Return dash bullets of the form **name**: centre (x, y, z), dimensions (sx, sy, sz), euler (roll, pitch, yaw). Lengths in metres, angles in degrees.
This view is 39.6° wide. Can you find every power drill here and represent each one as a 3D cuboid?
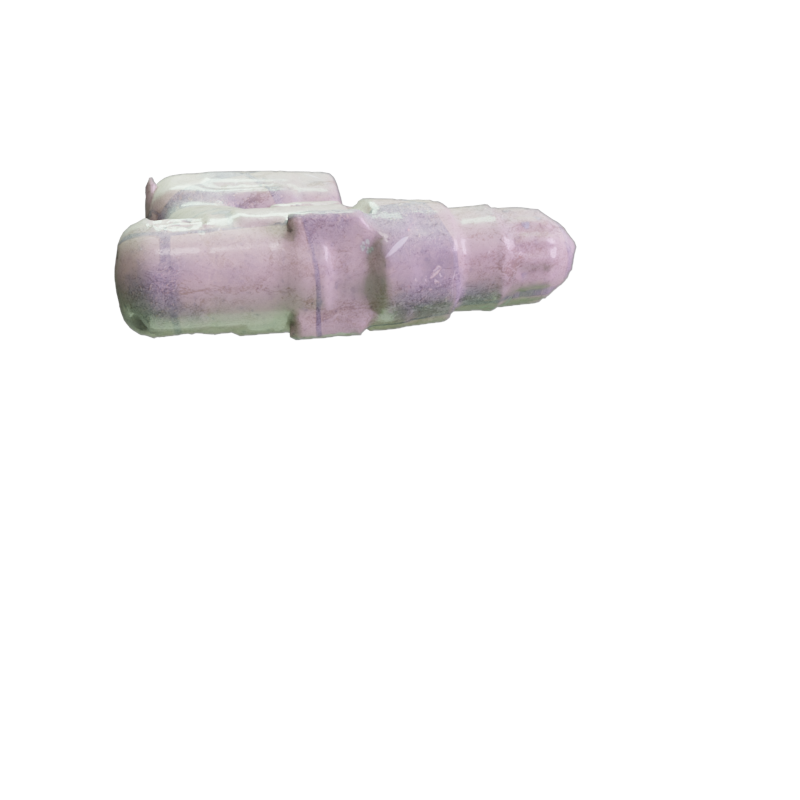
- **power drill**: centre (-0.039, -0.072, 0.501), dimensions (0.181, 0.056, 0.195), euler (-4, 14, -15)
